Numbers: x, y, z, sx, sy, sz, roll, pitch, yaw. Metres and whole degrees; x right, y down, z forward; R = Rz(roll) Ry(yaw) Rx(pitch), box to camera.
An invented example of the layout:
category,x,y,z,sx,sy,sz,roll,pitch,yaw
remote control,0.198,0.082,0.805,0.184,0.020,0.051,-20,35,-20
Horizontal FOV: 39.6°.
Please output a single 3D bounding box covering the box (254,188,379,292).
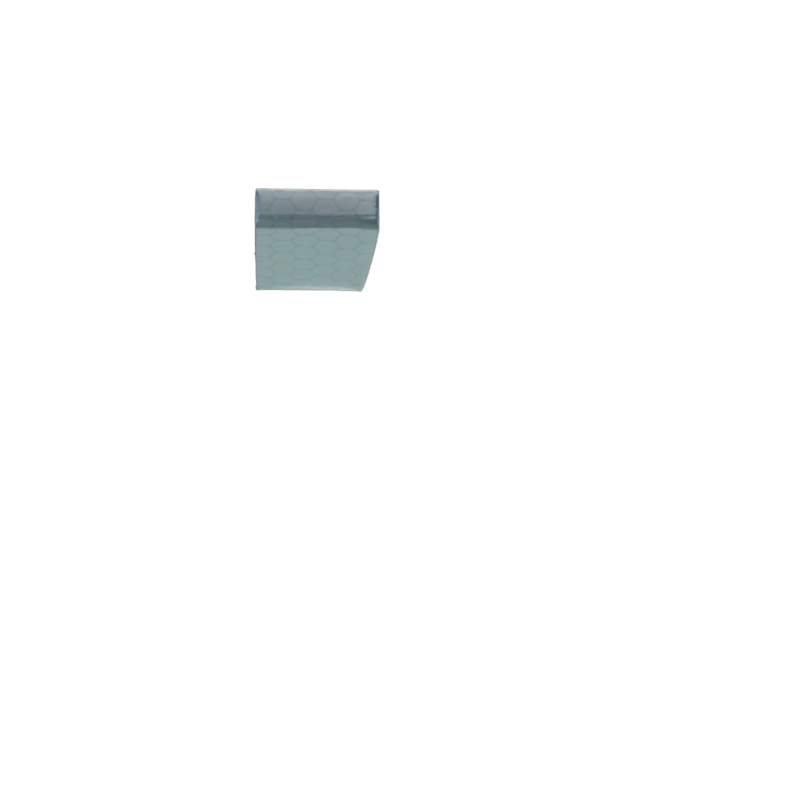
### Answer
category,x,y,z,sx,sy,sz,roll,pitch,yaw
box,-0.065,-0.119,0.834,0.089,0.041,0.108,2,-22,-6
